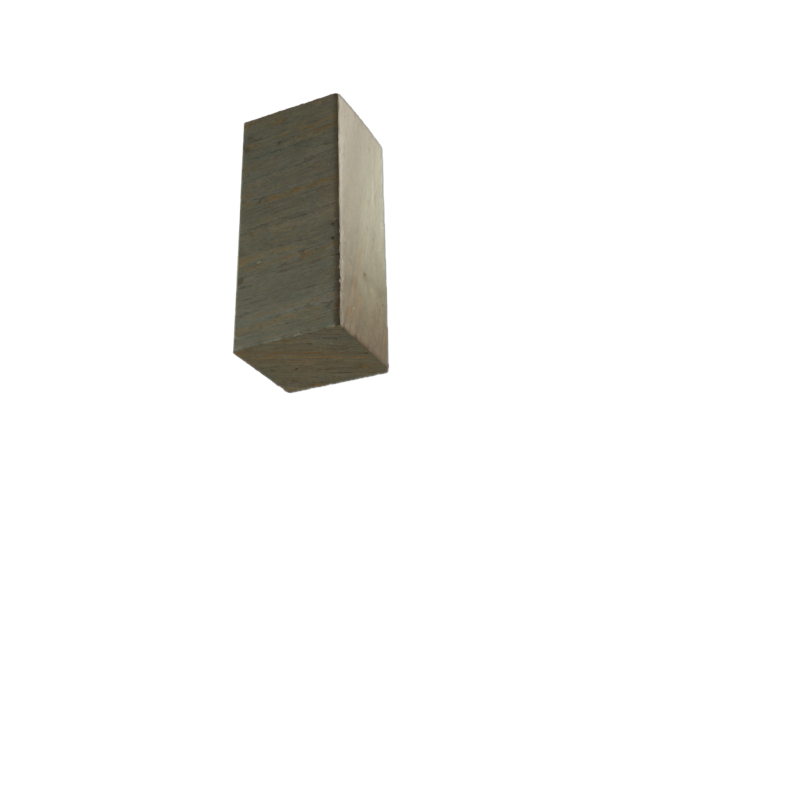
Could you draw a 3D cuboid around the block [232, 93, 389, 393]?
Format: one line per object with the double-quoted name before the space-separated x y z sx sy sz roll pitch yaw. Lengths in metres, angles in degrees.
"block" -0.067 -0.124 0.868 0.092 0.219 0.083 -14 -31 21
